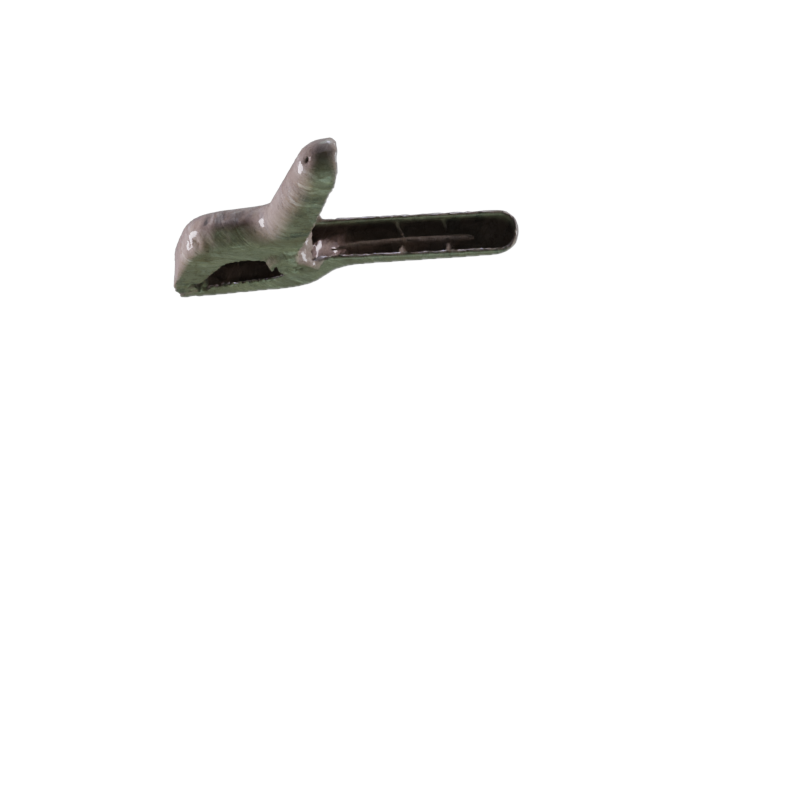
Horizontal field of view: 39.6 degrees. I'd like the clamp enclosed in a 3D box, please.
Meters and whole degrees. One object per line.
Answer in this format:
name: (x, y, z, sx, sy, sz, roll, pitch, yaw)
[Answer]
clamp: (-0.050, -0.091, 0.638, 0.156, 0.038, 0.213, 10, -16, -41)
